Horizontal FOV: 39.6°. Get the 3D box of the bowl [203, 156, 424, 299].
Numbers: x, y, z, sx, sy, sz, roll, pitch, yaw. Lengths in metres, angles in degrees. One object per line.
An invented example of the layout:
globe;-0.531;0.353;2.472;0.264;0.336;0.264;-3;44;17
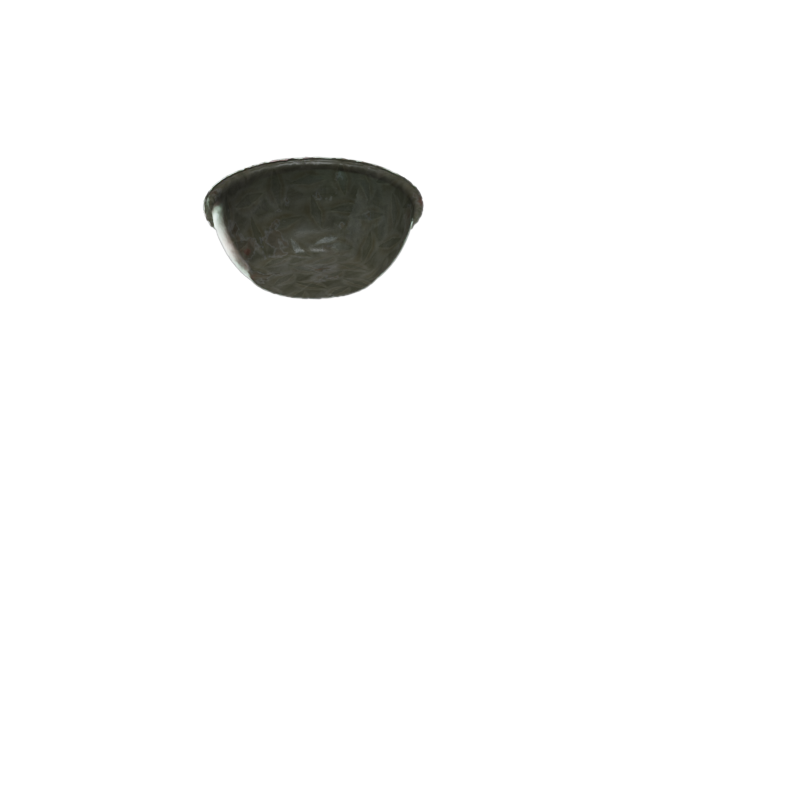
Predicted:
bowl;-0.063;-0.114;0.801;0.162;0.058;0.155;0;-18;-2
